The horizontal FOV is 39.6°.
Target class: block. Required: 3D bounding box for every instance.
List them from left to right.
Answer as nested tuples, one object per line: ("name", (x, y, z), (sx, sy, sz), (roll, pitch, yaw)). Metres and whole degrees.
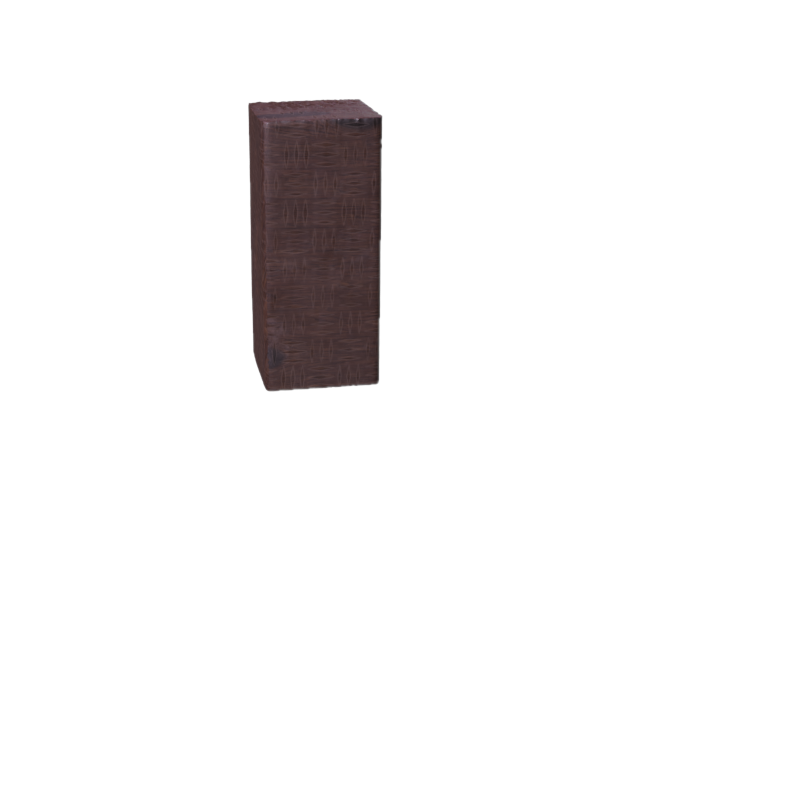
("block", (-0.067, -0.121, 0.851), (0.089, 0.198, 0.095), (-3, 18, -11))
